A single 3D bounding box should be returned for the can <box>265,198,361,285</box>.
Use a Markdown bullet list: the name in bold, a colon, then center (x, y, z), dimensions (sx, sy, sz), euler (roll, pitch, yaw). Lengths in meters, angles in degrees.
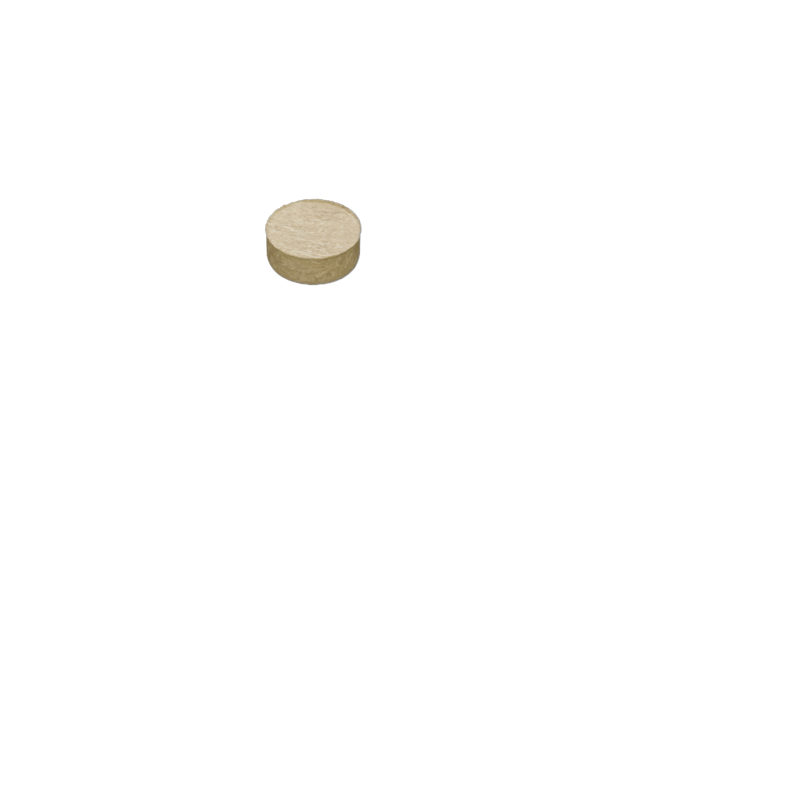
- **can**: center (-0.078, -0.142, 0.993), dimensions (0.086, 0.031, 0.092), euler (-1, 43, -2)
